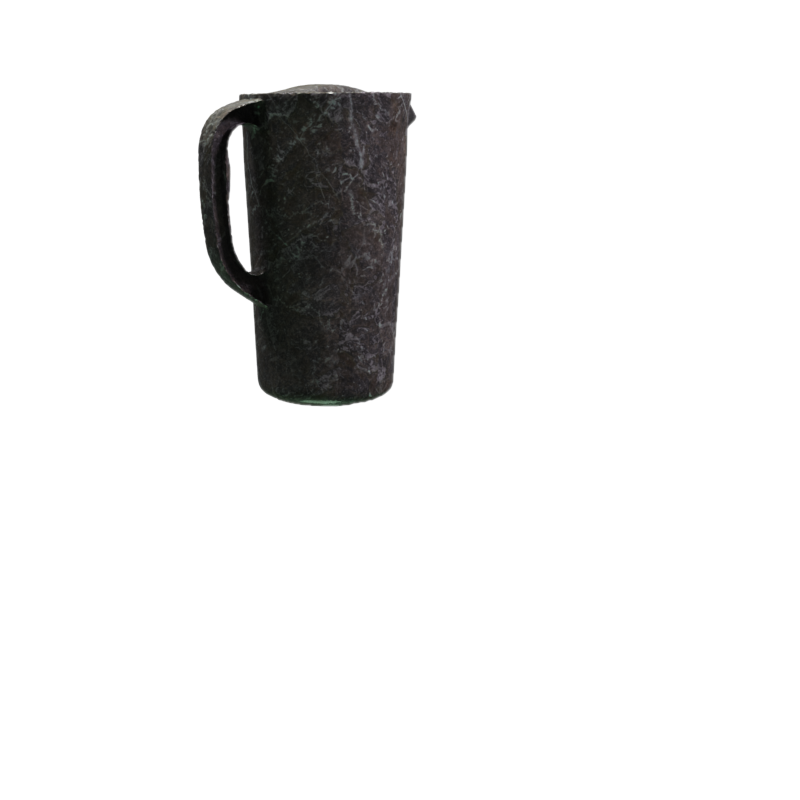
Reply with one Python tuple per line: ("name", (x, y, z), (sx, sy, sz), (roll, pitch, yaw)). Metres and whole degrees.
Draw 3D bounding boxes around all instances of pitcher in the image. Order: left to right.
("pitcher", (-0.068, -0.123, 0.862), (0.151, 0.239, 0.146), (2, 8, 9))
